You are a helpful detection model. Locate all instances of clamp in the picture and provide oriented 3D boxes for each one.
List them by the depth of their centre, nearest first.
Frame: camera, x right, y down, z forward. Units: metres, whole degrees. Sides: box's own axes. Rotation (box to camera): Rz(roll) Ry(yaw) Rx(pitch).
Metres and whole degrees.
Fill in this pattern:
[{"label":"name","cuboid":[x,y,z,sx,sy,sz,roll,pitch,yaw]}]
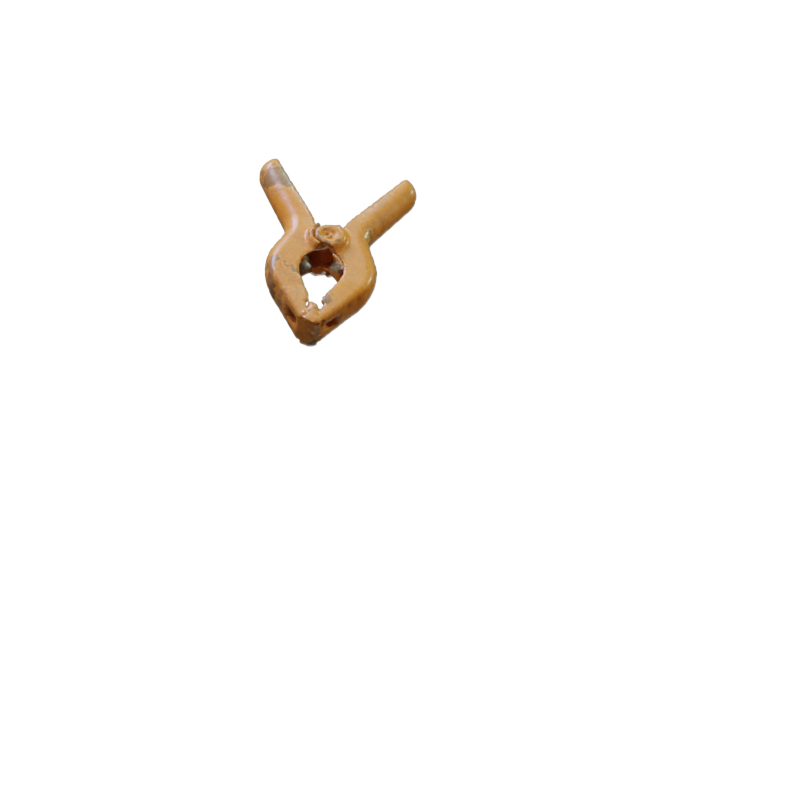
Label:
[{"label":"clamp","cuboid":[-0.063,-0.115,0.807,0.122,0.036,0.180,10,46,10]}]
